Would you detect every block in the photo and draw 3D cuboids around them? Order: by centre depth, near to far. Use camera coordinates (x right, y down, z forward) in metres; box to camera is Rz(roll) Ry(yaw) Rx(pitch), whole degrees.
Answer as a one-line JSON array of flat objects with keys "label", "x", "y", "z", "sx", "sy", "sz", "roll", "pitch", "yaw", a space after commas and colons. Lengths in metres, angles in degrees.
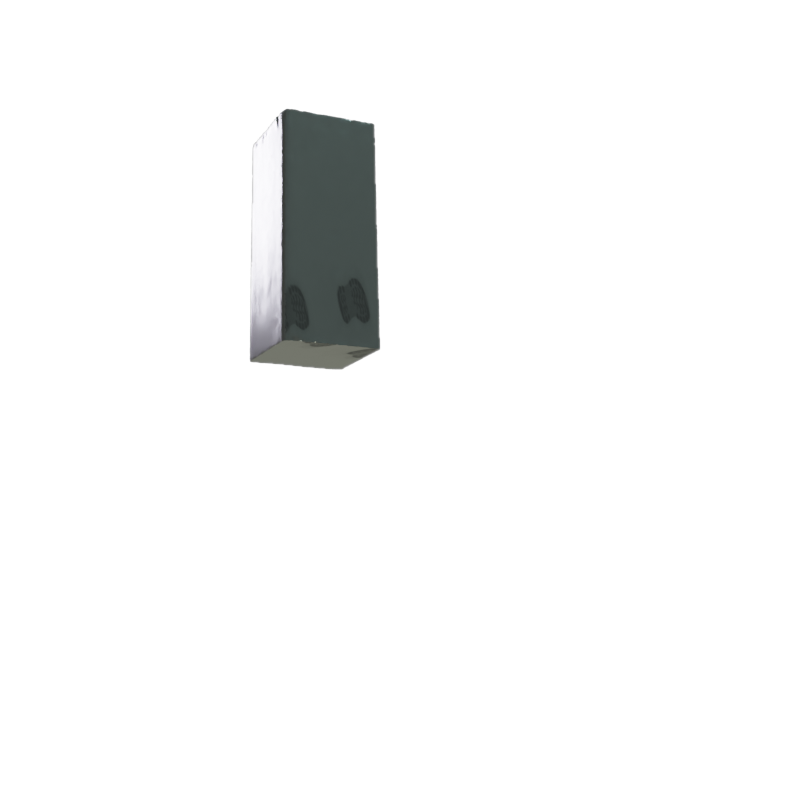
[{"label": "block", "x": -0.077, "y": -0.140, "z": 0.979, "sx": 0.087, "sy": 0.215, "sz": 0.090, "roll": 6, "pitch": -19, "yaw": -23}]
